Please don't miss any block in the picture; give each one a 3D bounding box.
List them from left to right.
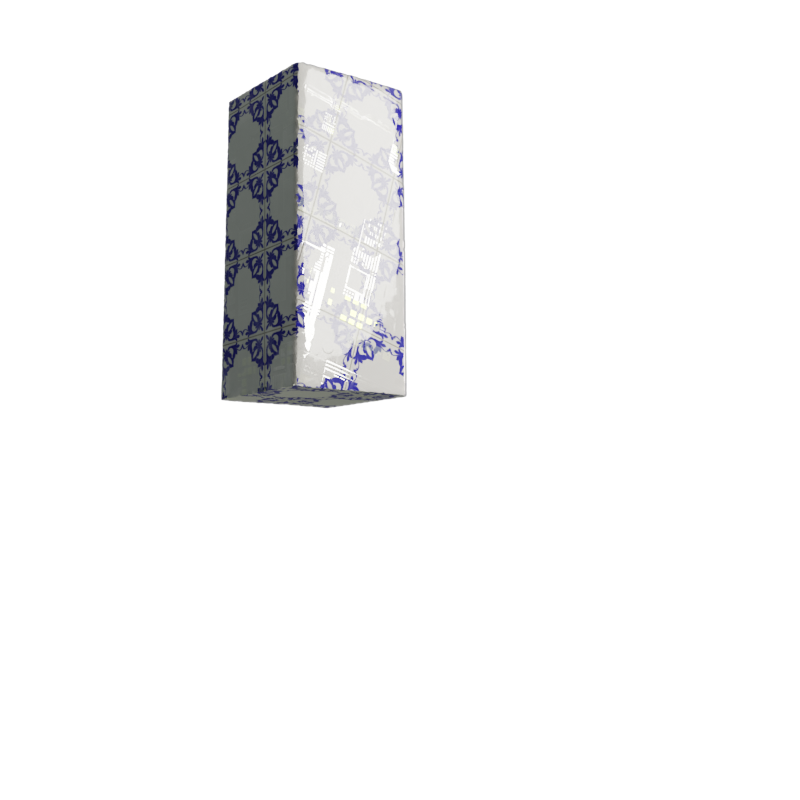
[{"bbox_3d":[-0.057,-0.105,0.733,0.086,0.213,0.092,9,-16,-37],"label":"block"}]
